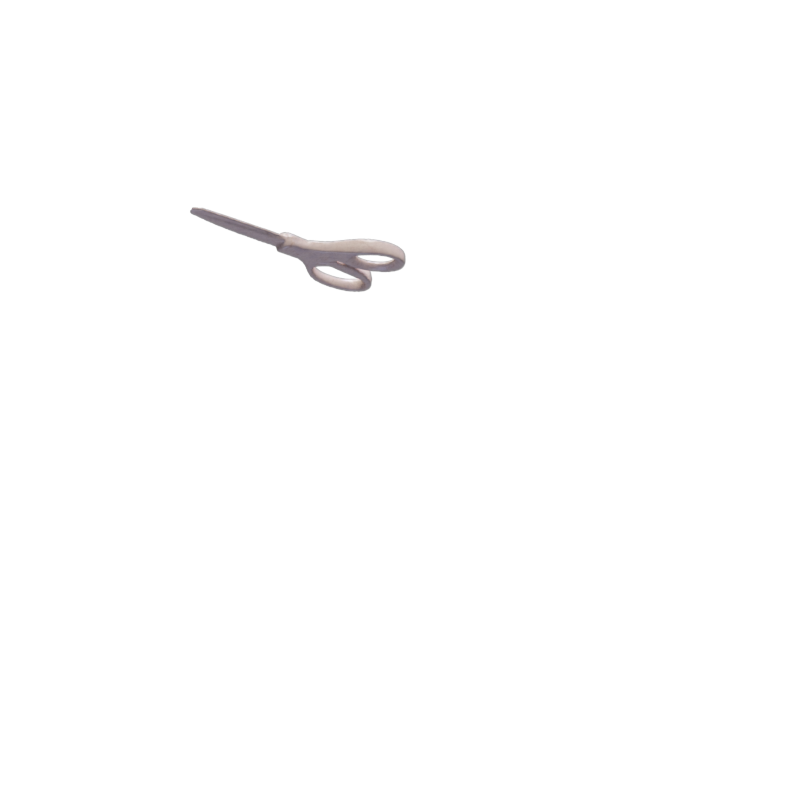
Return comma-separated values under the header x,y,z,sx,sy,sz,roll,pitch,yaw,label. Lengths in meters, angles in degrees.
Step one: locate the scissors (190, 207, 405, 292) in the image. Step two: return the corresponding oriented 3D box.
x,y,z,sx,sy,sz,roll,pitch,yaw,label
-0.071,-0.129,0.905,0.098,0.016,0.188,-11,-21,30,scissors
